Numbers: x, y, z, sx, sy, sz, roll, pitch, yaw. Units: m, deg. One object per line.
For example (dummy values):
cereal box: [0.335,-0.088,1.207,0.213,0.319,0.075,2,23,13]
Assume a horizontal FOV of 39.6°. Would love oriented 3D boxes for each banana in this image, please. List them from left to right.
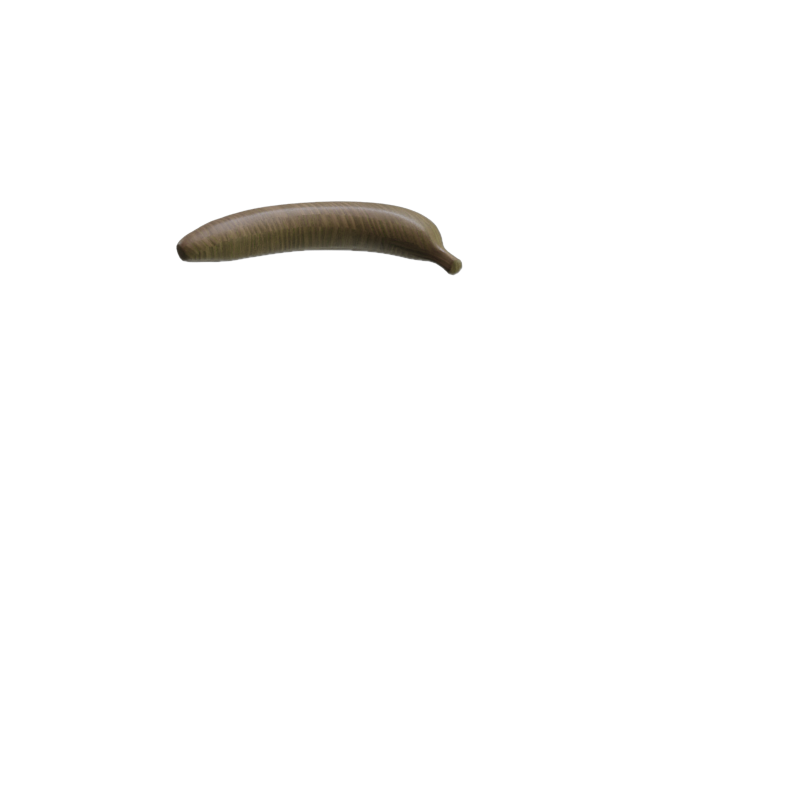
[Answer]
banana: [-0.057,-0.119,0.789,0.198,0.035,0.073,1,25,3]
